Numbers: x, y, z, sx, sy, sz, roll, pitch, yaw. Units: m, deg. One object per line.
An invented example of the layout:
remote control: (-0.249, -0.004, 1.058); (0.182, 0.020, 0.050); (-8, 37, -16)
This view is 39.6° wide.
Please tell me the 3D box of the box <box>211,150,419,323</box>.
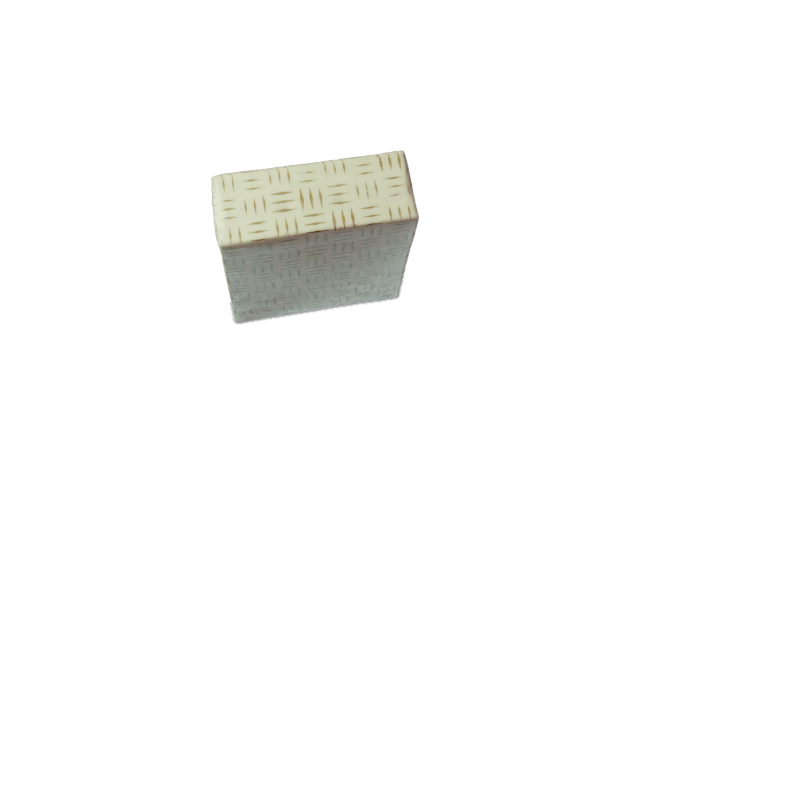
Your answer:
box: (-0.077, -0.141, 0.988); (0.163, 0.075, 0.205); (-9, -14, -5)
